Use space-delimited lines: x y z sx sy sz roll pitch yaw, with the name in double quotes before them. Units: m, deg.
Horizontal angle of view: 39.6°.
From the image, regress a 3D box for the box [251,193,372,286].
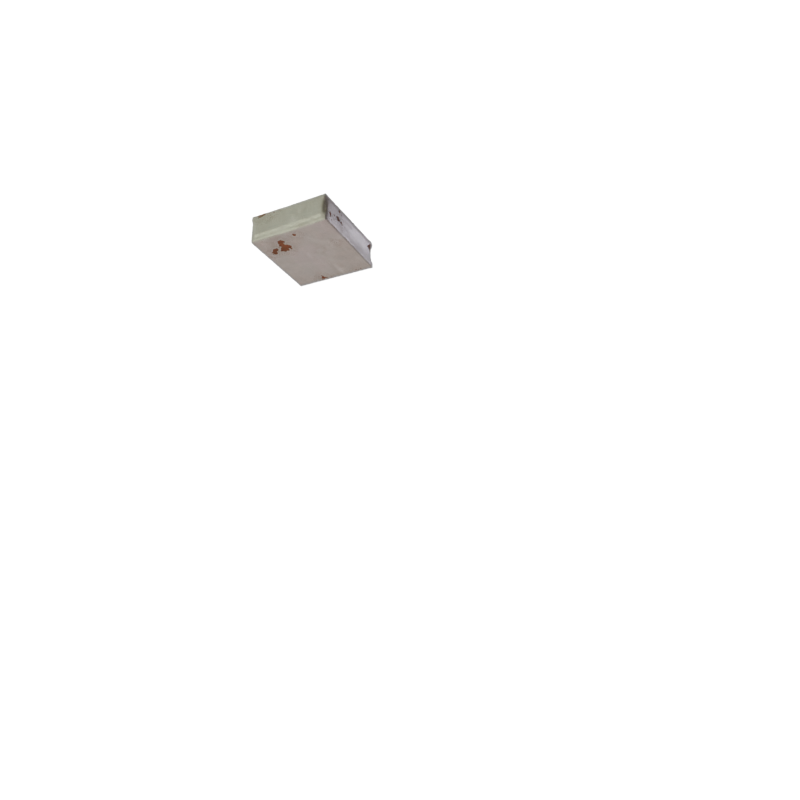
"box" -0.075 -0.137 0.961 0.074 0.032 0.083 -14 -30 24
